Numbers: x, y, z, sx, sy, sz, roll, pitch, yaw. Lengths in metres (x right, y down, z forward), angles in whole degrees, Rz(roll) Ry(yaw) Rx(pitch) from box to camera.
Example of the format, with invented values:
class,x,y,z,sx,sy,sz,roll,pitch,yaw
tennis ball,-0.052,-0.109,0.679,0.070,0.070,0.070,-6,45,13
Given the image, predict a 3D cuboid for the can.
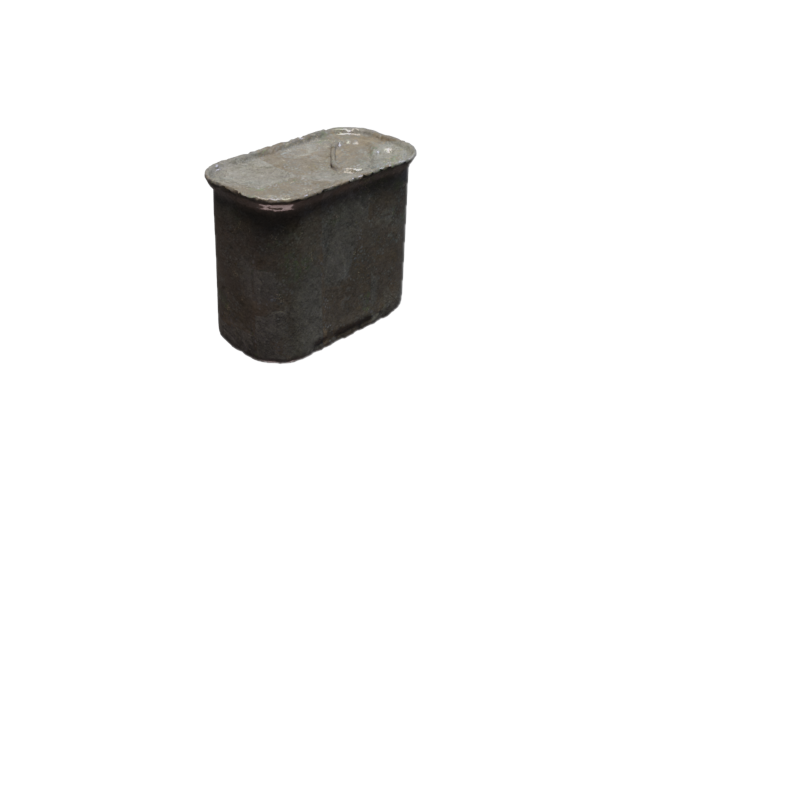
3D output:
class,x,y,z,sx,sy,sz,roll,pitch,yaw
can,-0.041,-0.075,0.527,0.061,0.079,0.101,24,37,37
